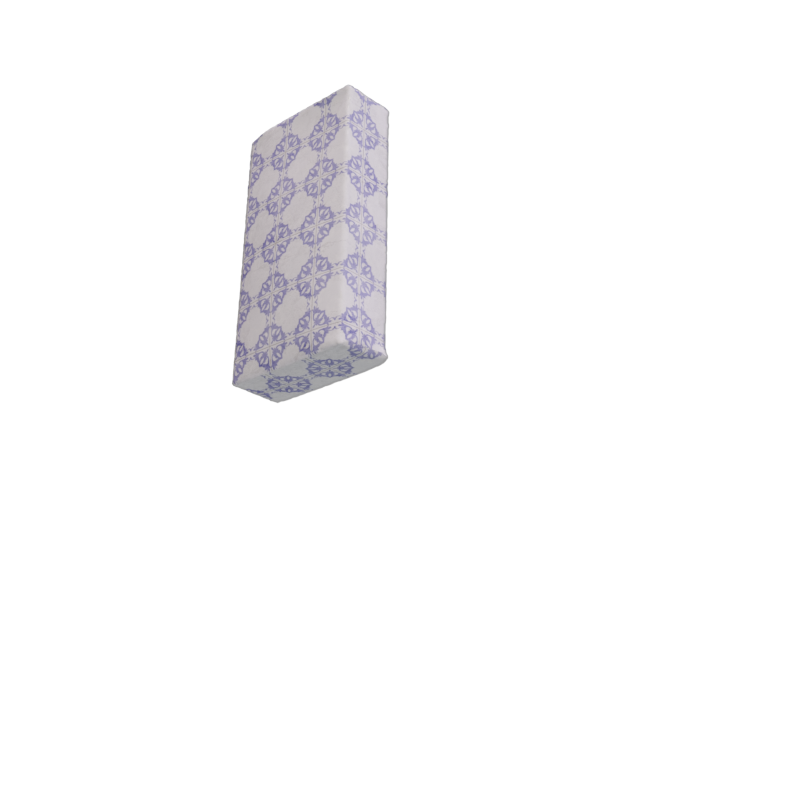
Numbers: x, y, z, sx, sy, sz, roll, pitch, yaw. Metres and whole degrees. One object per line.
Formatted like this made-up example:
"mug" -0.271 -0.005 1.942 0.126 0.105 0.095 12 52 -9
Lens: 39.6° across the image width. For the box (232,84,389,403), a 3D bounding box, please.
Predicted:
"box" -0.053 -0.096 0.673 0.094 0.187 0.045 -23 -33 36
